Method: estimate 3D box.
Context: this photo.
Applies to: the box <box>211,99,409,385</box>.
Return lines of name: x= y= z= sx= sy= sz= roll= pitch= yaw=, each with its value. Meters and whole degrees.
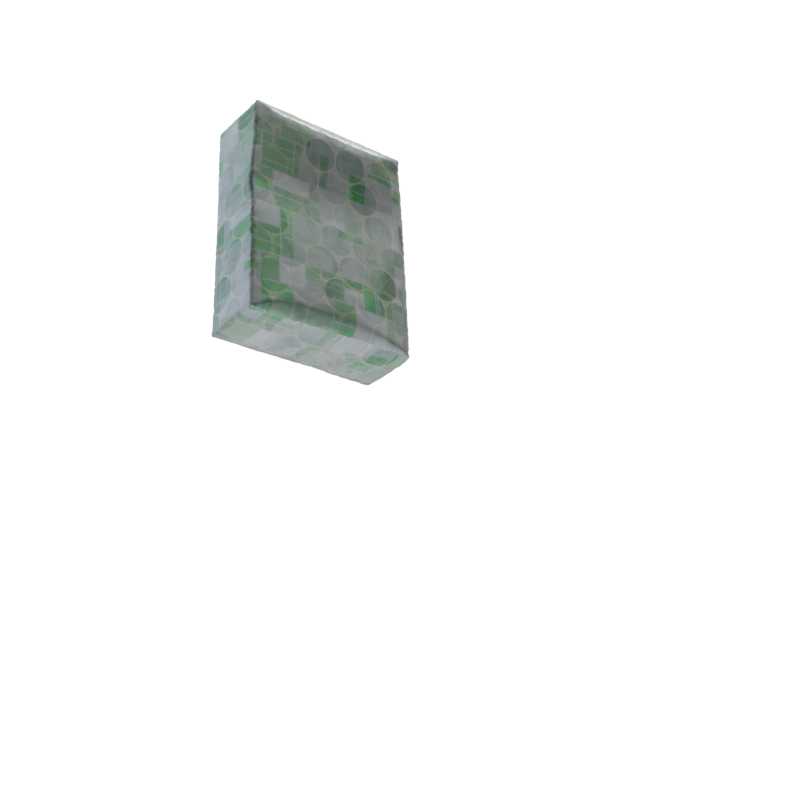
box: x=-0.076 y=-0.139 z=0.971 sx=0.156 sy=0.228 sz=0.071 roll=18 pitch=-36 yaw=-31
